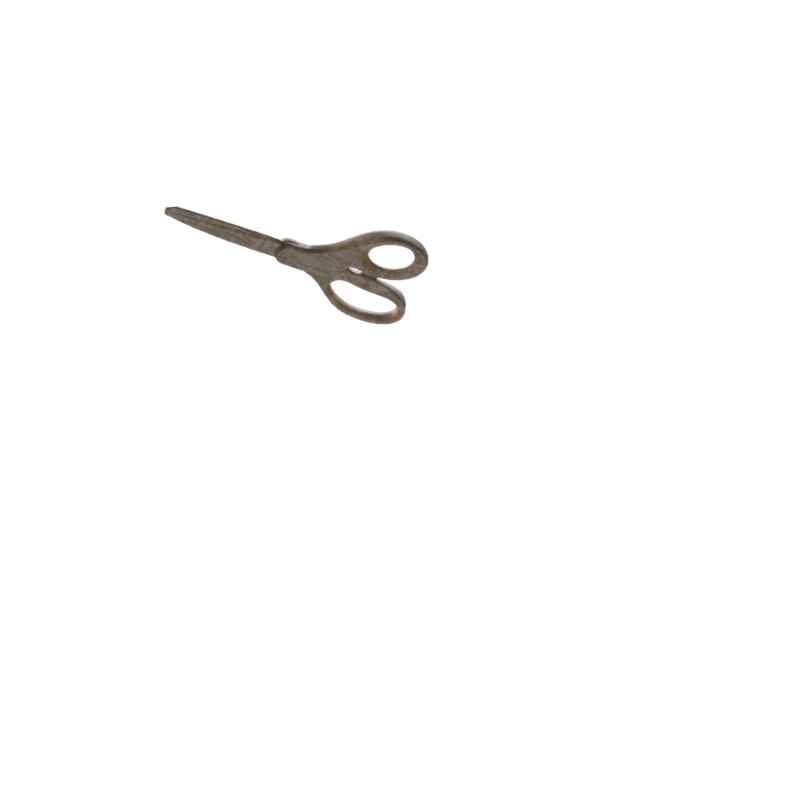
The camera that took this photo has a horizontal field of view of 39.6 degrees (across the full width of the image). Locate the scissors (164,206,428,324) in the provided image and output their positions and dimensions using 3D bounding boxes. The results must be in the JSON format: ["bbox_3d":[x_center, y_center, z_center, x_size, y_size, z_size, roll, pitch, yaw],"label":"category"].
[{"bbox_3d":[-0.064,-0.116,0.814,0.191,0.017,0.095,31,-53,-27],"label":"scissors"}]
